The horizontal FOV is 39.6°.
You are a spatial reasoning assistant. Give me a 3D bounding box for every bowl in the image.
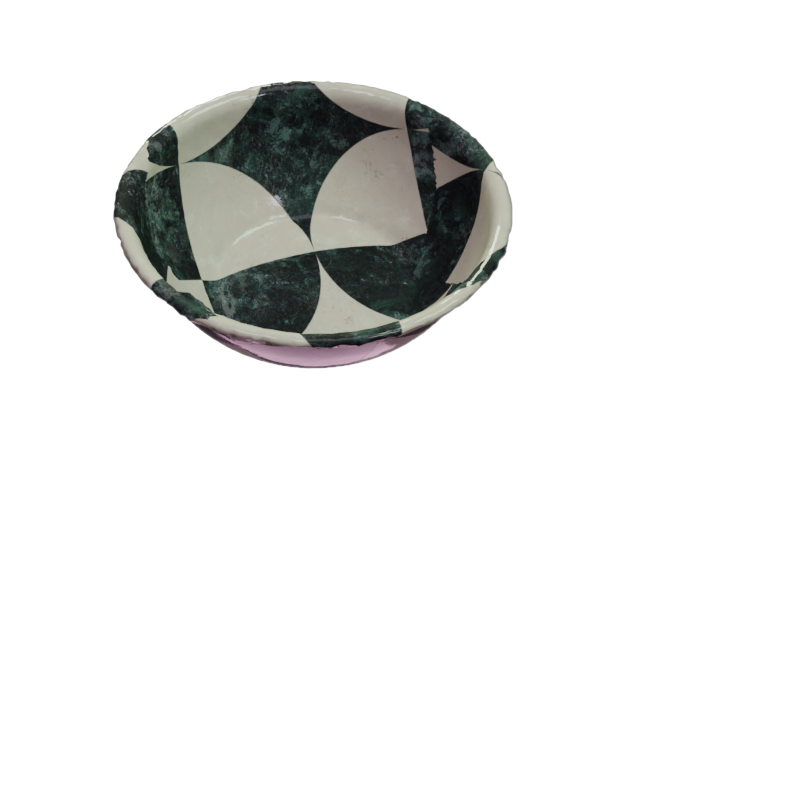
[{"bbox_3d":[-0.037,-0.067,0.470,0.162,0.174,0.051,-1,-42,-1],"label":"bowl"}]
